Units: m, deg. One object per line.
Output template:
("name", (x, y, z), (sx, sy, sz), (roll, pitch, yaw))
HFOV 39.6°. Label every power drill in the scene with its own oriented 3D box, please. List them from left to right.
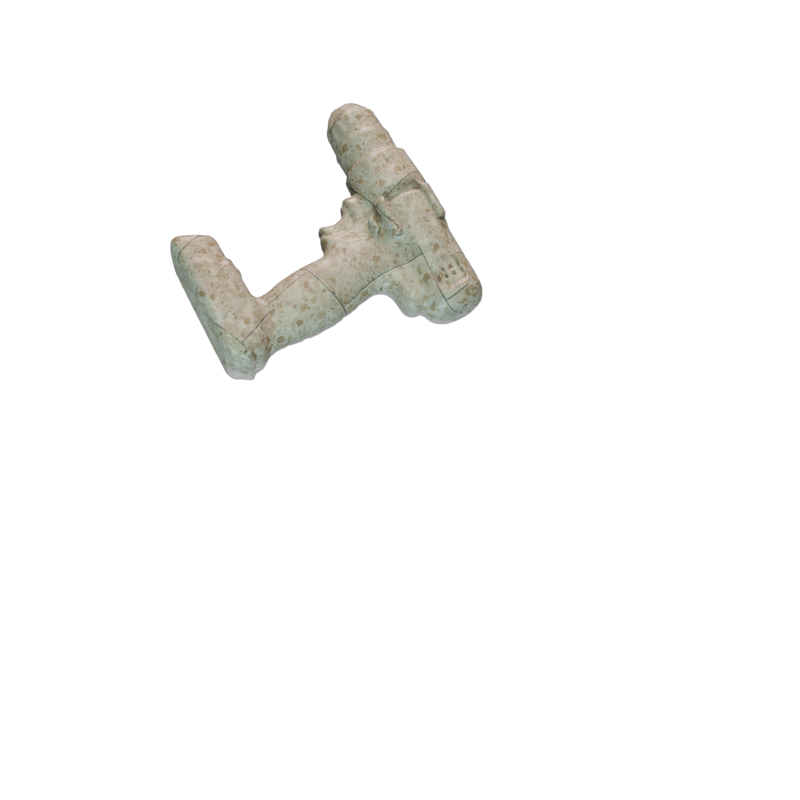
("power drill", (-0.060, -0.110, 0.772), (0.187, 0.196, 0.054), (-24, -24, -12))
